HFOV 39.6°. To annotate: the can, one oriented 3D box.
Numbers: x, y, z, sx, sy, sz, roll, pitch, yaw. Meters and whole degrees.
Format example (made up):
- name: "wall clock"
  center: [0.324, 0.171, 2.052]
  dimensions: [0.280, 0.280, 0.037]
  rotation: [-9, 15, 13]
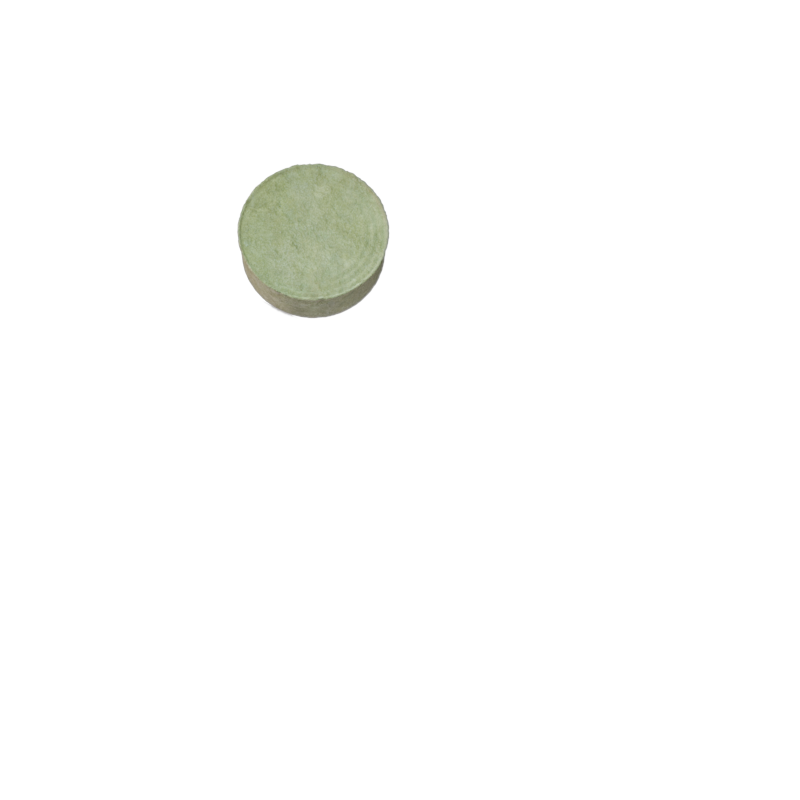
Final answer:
- name: "can"
  center: [-0.050, -0.091, 0.641]
  dimensions: [0.086, 0.091, 0.032]
  rotation: [-1, -23, -1]
